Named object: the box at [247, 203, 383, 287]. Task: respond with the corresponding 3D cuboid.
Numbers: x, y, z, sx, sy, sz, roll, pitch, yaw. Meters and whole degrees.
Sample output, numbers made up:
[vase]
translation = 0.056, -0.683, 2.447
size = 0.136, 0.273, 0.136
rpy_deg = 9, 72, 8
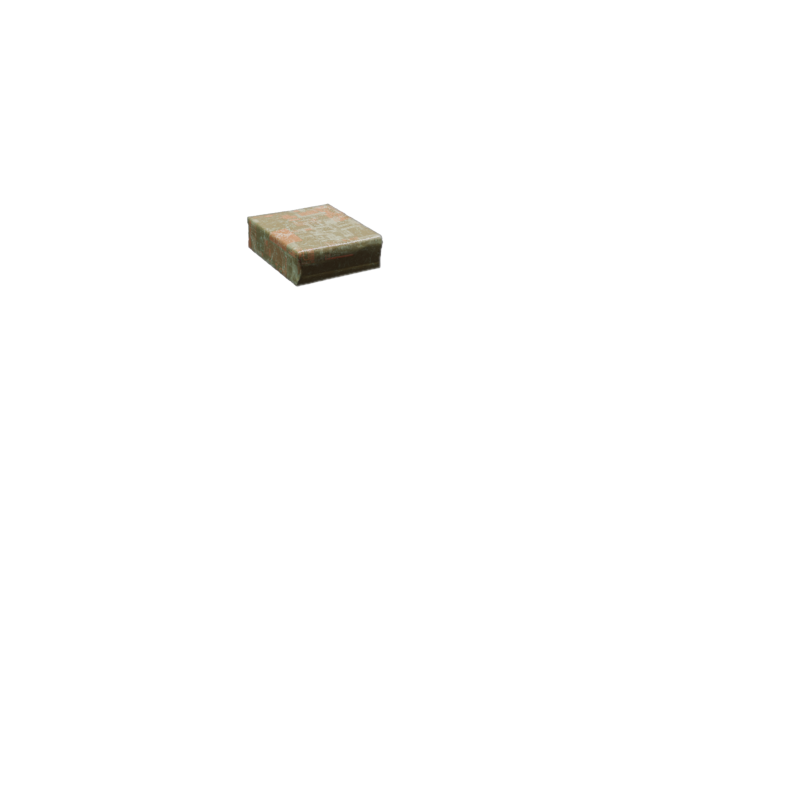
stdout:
[box]
translation = -0.066, -0.121, 0.850
size = 0.072, 0.029, 0.096
rpy_deg = -14, 30, -26
